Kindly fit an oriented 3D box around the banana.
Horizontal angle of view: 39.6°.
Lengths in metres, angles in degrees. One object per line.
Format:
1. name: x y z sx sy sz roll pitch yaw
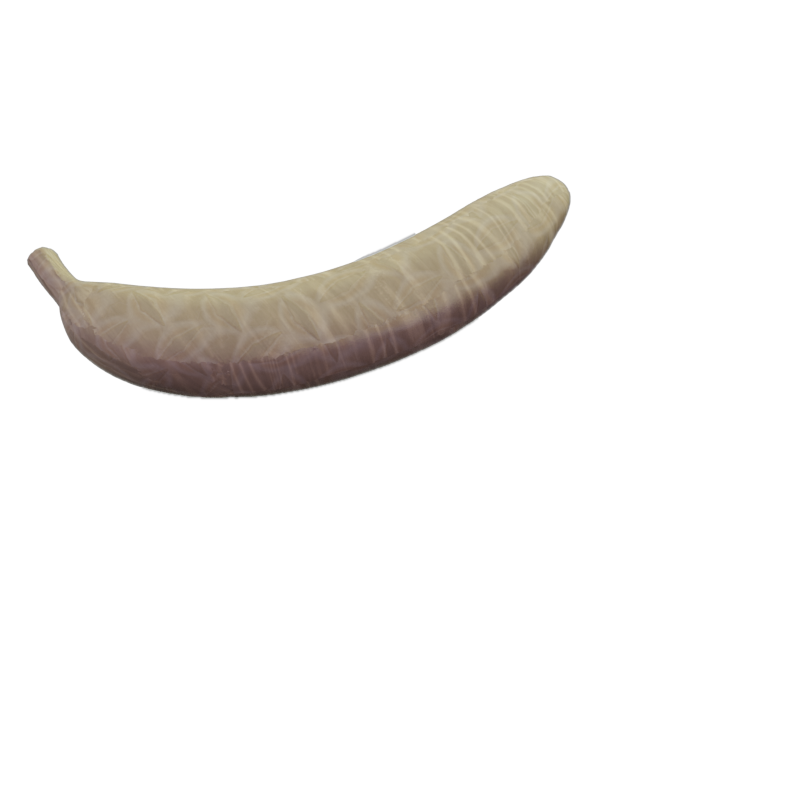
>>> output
1. banana: -0.031 -0.038 0.384 0.197 0.073 0.035 -8 -21 -3
